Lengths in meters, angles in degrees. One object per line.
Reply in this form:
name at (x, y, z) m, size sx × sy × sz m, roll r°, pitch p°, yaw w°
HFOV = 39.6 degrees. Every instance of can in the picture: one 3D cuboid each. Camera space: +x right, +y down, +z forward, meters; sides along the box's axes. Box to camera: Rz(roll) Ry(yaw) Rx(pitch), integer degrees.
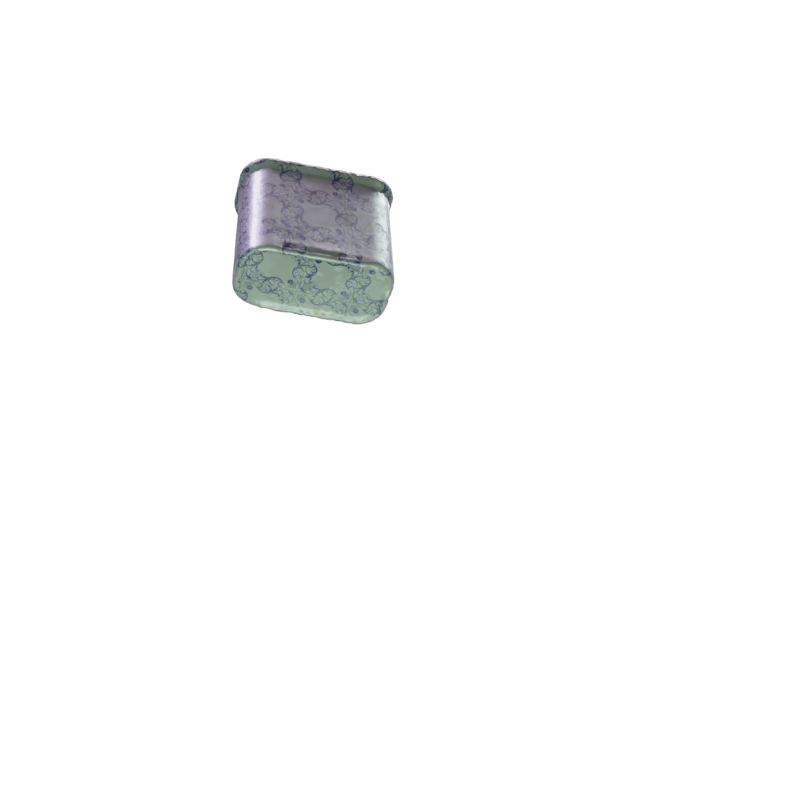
can at (-0.055, -0.100, 0.698) m, size 0.100 × 0.090 × 0.054 m, roll 8°, pitch -46°, yaw -10°
